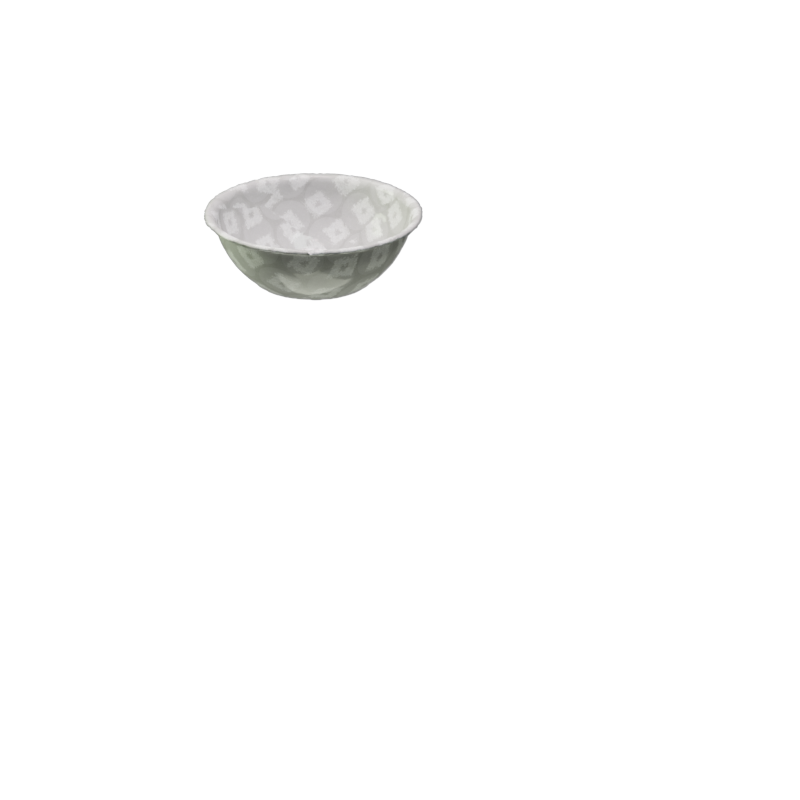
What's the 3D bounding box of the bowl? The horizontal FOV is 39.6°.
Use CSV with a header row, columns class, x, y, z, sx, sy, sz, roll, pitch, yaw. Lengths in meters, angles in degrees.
class,x,y,z,sx,sy,sz,roll,pitch,yaw
bowl,-0.065,-0.119,0.831,0.162,0.052,0.172,-1,29,-2
